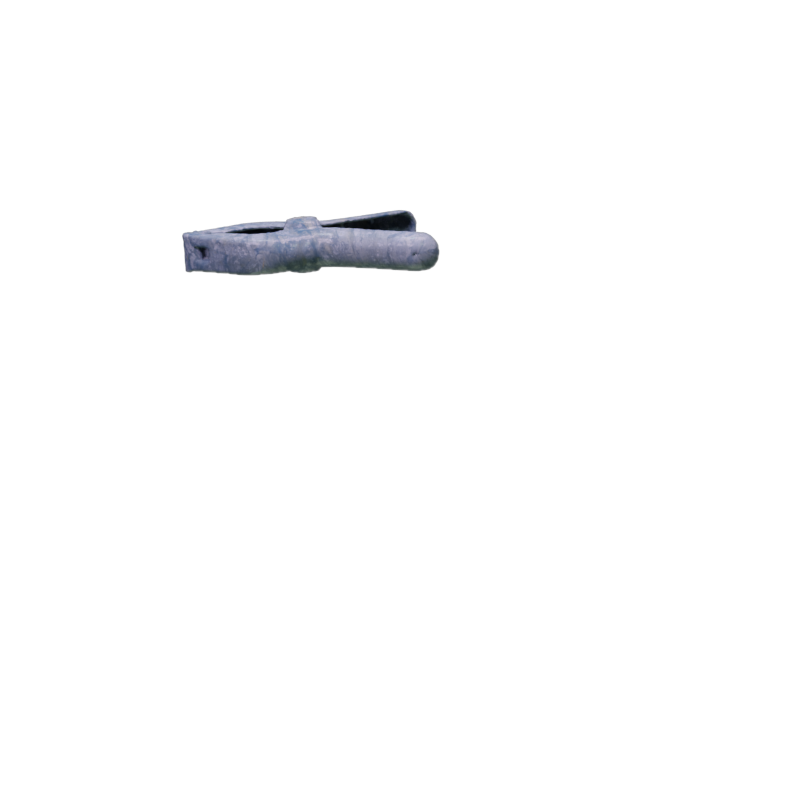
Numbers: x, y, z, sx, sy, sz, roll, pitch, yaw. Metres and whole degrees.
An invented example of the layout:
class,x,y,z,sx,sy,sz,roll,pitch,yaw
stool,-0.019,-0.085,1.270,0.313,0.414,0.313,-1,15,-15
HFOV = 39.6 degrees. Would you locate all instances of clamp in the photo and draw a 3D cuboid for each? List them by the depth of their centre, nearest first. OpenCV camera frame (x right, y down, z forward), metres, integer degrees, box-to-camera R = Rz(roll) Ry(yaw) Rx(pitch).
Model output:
class,x,y,z,sx,sy,sz,roll,pitch,yaw
clamp,-0.060,-0.109,0.762,0.173,0.038,0.122,1,12,5
